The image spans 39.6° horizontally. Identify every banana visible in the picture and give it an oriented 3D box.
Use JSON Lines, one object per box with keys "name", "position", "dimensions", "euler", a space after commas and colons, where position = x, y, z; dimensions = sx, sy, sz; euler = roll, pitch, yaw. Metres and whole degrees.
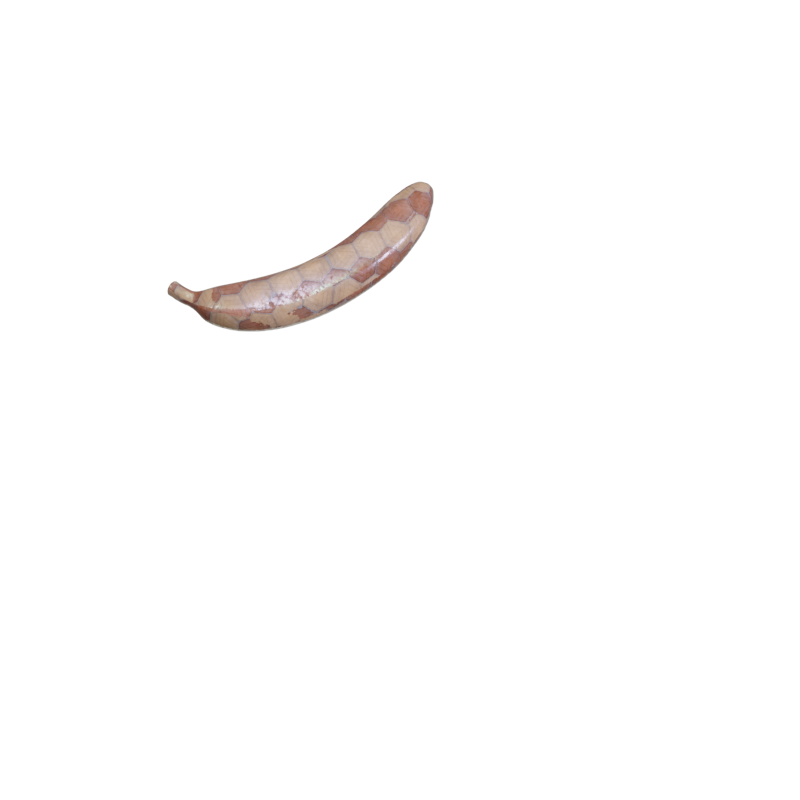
{"name": "banana", "position": [-0.054, -0.090, 0.743], "dimensions": [0.197, 0.074, 0.034], "euler": [-23, -26, -13]}
